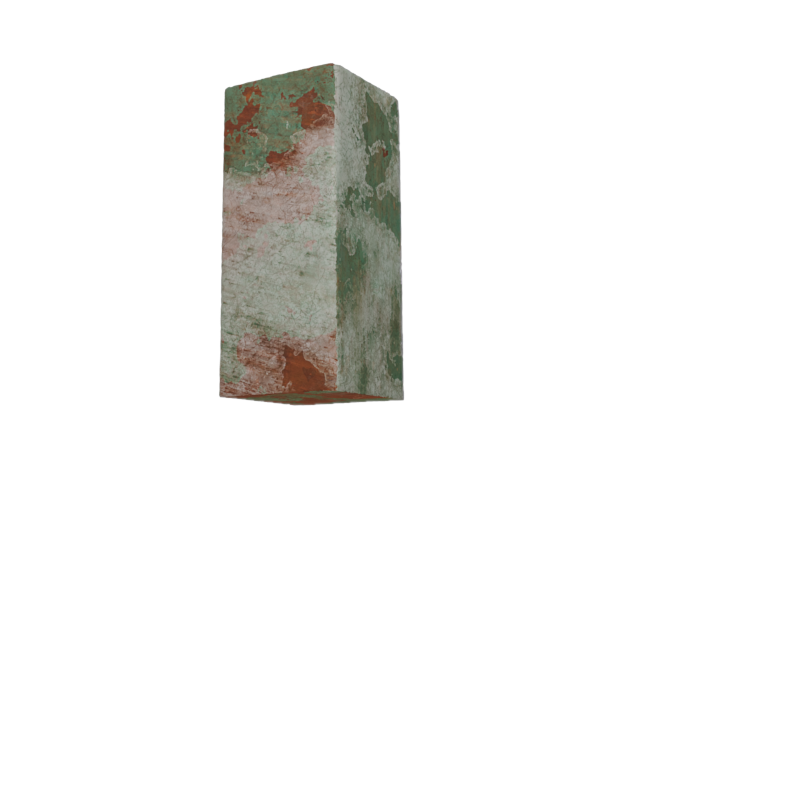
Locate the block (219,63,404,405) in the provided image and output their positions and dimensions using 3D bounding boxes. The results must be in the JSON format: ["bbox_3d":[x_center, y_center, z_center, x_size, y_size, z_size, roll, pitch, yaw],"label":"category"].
[{"bbox_3d":[-0.057,-0.105,0.732,0.092,0.212,0.086,-7,-13,30],"label":"block"}]
